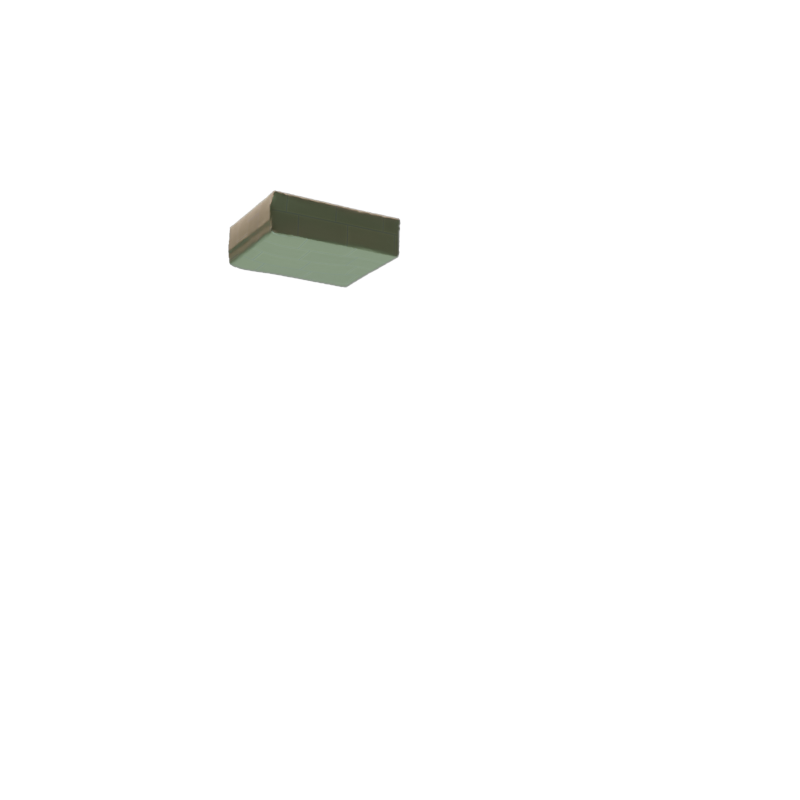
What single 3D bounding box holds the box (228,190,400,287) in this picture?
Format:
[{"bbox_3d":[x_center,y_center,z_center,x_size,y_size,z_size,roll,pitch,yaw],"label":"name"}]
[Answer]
[{"bbox_3d":[-0.069,-0.126,0.884,0.109,0.040,0.090,7,-16,-27],"label":"box"}]
